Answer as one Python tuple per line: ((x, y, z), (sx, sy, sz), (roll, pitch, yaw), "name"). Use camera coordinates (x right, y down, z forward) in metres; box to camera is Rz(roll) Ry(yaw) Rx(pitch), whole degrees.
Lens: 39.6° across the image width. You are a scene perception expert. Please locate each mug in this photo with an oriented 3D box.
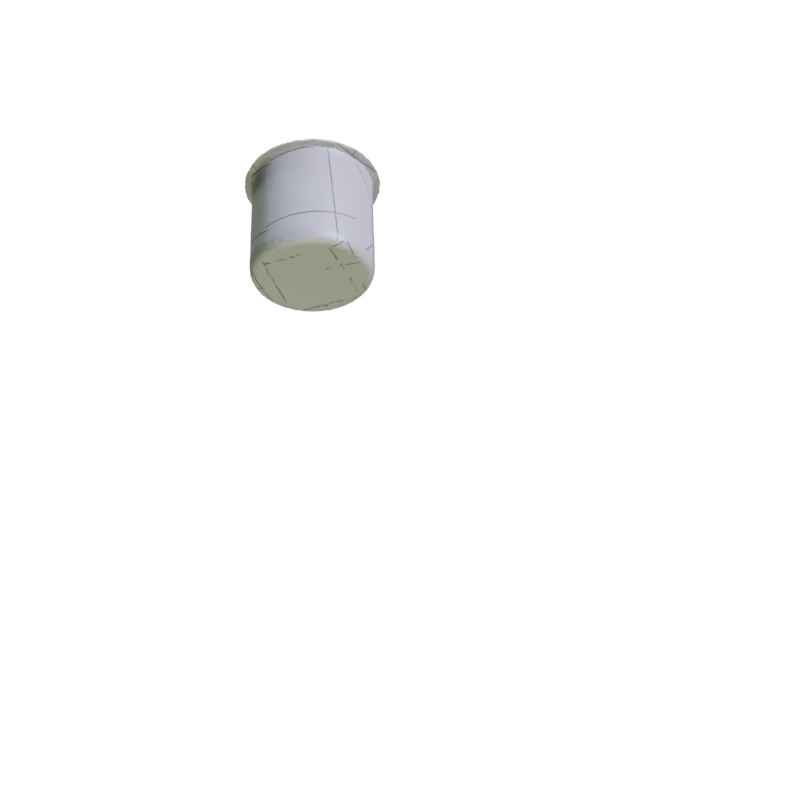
((-0.059, -0.107, 0.749), (0.093, 0.087, 0.109), (-2, -35, 0), "mug")
